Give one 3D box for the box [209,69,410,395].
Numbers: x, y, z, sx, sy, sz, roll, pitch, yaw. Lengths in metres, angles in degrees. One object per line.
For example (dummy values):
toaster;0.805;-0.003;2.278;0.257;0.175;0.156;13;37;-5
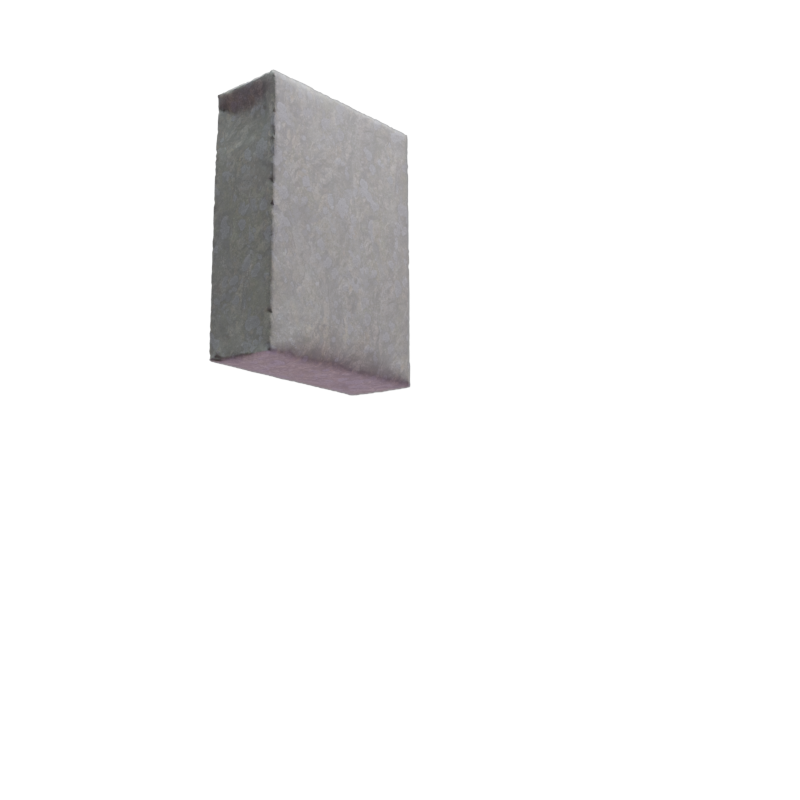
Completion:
box;-0.067;-0.122;0.851;0.073;0.223;0.155;-15;-20;38
